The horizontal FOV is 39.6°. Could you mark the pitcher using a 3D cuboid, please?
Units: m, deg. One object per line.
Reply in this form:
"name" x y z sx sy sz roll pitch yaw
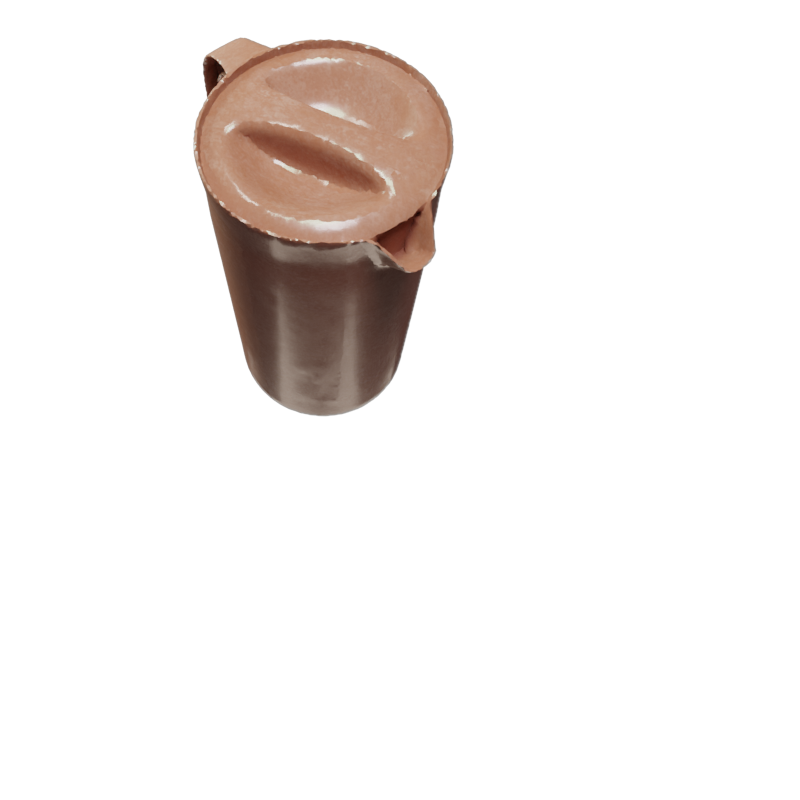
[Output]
"pitcher" -0.052 -0.095 0.665 0.145 0.158 0.229 7 -28 1
